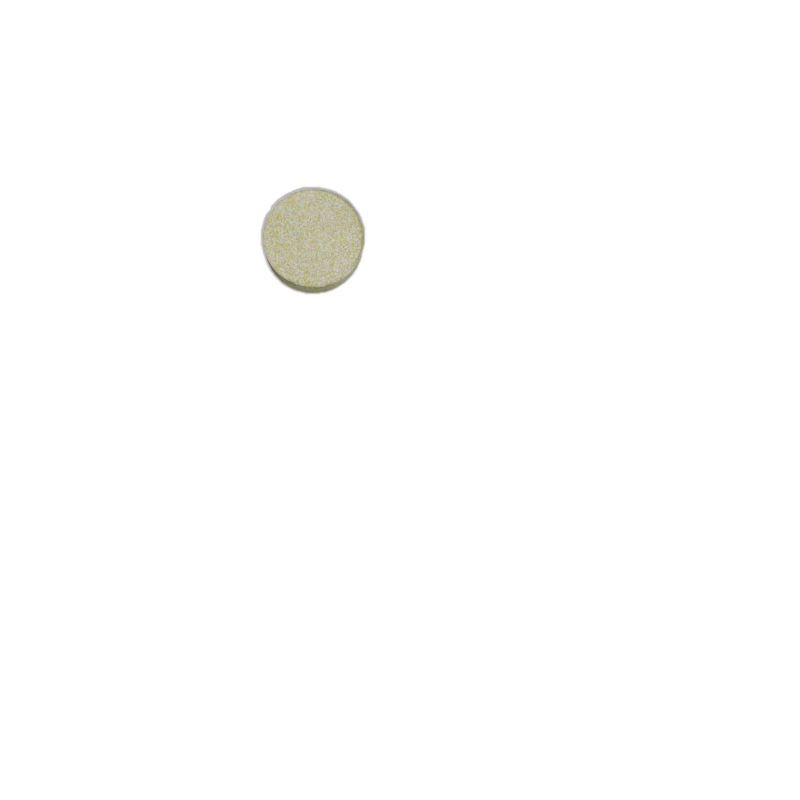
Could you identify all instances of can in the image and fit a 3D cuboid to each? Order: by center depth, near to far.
[{"bbox_3d":[-0.074,-0.134,0.940,0.086,0.089,0.032,0,-14,-1],"label":"can"}]
